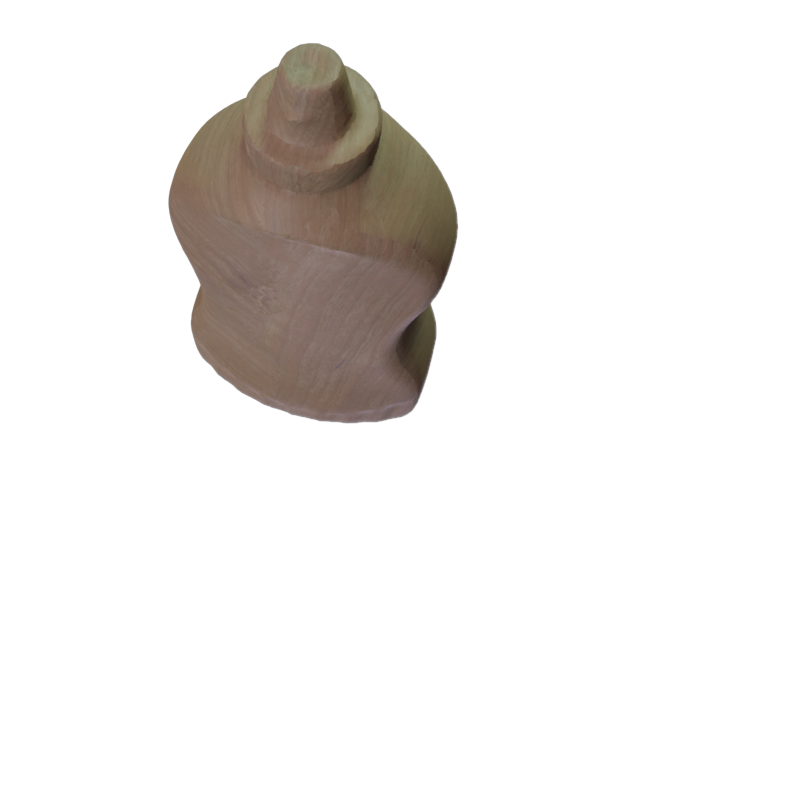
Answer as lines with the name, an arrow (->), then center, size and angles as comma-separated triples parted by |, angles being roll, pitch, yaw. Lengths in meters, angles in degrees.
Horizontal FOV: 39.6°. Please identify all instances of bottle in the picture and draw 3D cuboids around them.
bottle -> -0.030, -0.054, 0.383 | 0.097, 0.061, 0.181 | 19, -24, 5
